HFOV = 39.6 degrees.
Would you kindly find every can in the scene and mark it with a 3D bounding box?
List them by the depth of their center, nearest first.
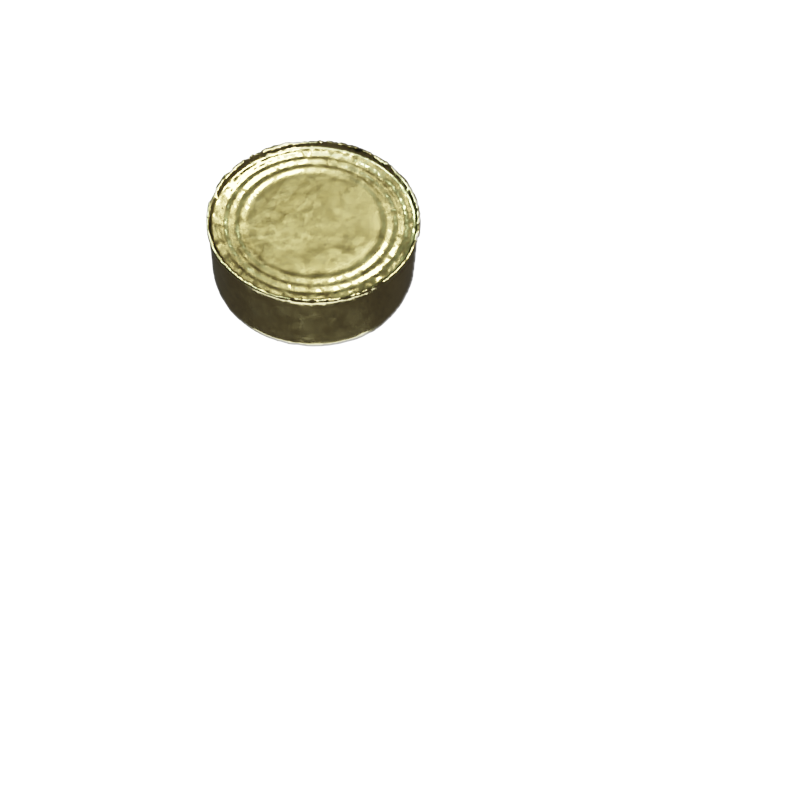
[{"bbox_3d":[-0.036,-0.065,0.455,0.086,0.092,0.031,-1,-37,-1],"label":"can"}]
